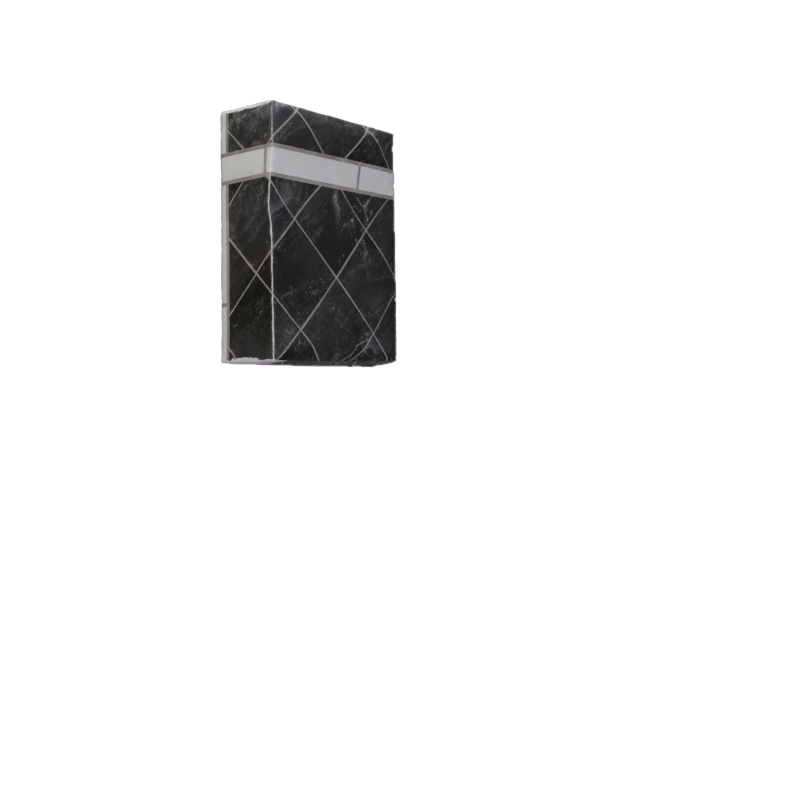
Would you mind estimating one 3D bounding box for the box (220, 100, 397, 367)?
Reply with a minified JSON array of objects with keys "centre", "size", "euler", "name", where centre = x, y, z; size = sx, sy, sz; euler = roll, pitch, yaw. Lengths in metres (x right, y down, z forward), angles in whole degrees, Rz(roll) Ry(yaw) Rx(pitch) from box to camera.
[{"centre":[-0.075,-0.137,0.959],"size":[0.074,0.218,0.157],"euler":[-6,-8,40],"name":"box"}]
